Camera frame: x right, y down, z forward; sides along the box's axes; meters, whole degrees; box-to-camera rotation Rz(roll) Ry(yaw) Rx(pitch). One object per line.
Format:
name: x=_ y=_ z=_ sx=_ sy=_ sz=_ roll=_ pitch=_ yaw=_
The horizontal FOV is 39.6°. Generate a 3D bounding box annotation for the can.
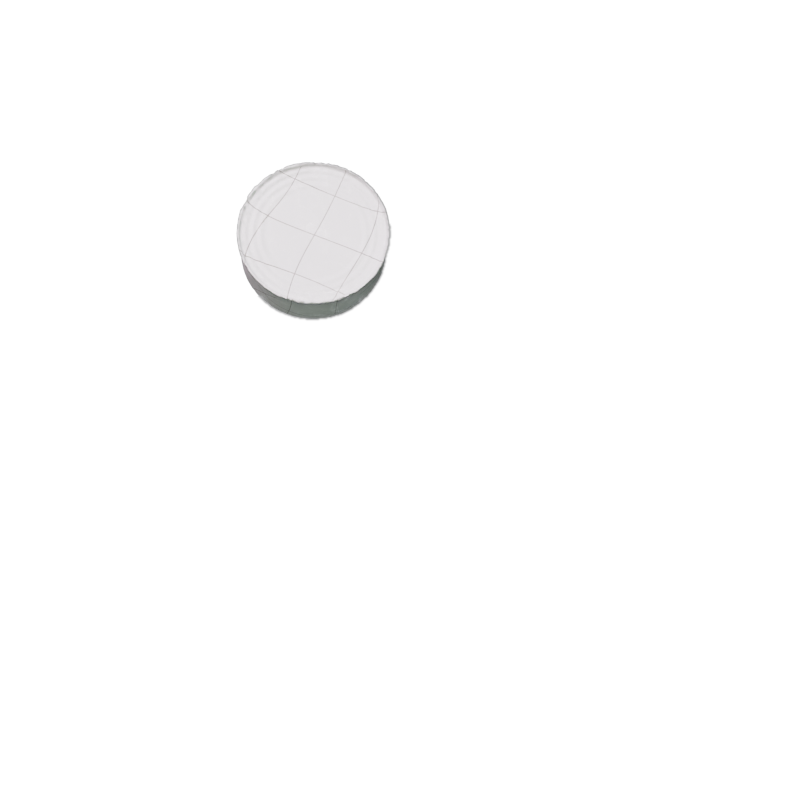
can: x=-0.050 y=-0.090 z=0.632 sx=0.086 sy=0.090 sz=0.032 roll=-1 pitch=-21 yaw=-1
